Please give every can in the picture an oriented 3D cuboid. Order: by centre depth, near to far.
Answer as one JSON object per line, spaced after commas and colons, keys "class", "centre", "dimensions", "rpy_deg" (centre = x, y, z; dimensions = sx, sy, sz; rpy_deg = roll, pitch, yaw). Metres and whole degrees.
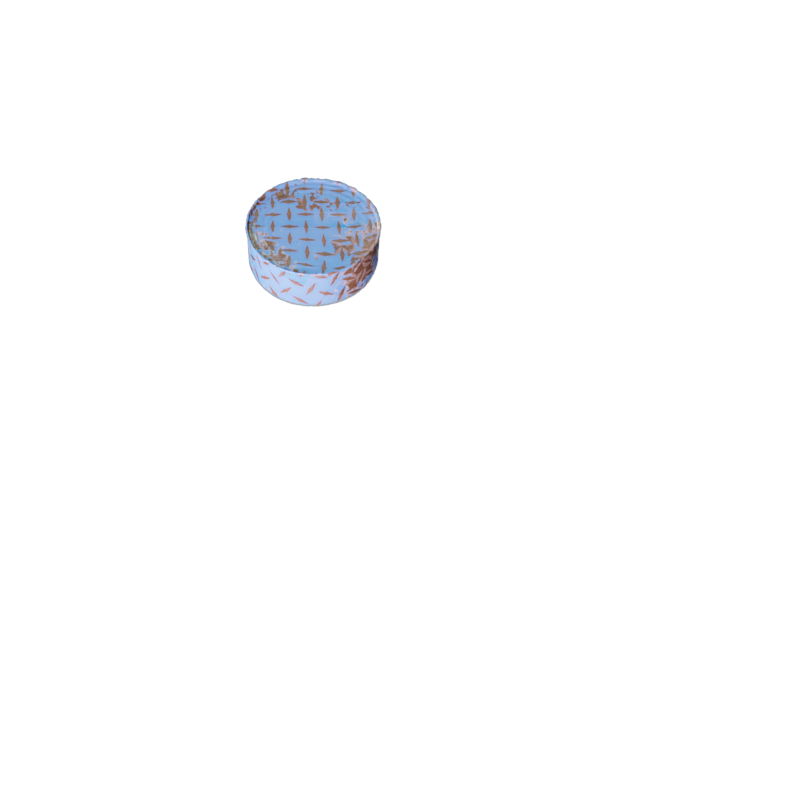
{"class": "can", "centre": [-0.056, -0.101, 0.711], "dimensions": [0.086, 0.092, 0.031], "rpy_deg": [-1, -40, -1]}
